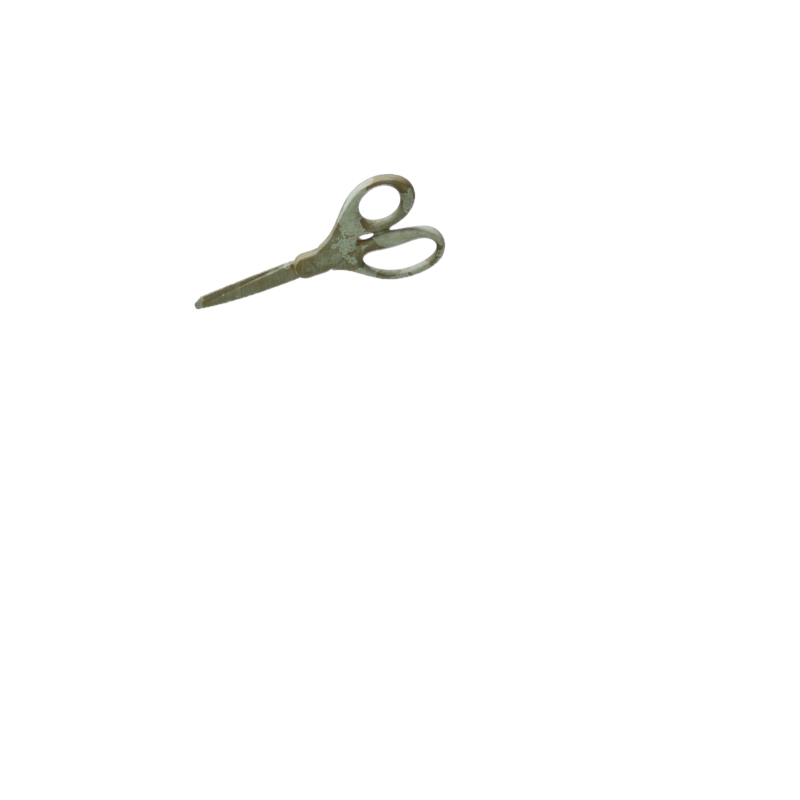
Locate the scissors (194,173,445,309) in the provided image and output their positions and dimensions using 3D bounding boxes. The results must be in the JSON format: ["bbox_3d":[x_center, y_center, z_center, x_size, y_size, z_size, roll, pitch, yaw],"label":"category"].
[{"bbox_3d":[-0.067,-0.122,0.857,0.202,0.090,0.017,-6,28,3],"label":"scissors"}]
